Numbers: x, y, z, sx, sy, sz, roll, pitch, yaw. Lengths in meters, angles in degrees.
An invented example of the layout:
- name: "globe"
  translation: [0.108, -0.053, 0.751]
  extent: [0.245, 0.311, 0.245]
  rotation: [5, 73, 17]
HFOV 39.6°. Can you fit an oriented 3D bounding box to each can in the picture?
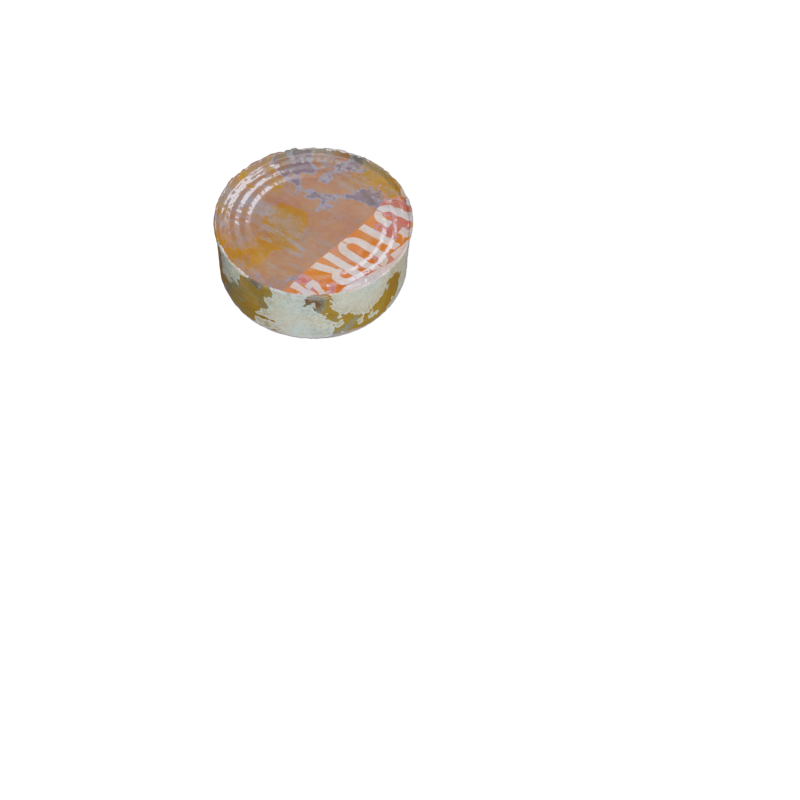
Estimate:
- name: "can"
  translation: [-0.038, -0.070, 0.488]
  extent: [0.086, 0.092, 0.031]
  rotation: [-1, -37, -1]
